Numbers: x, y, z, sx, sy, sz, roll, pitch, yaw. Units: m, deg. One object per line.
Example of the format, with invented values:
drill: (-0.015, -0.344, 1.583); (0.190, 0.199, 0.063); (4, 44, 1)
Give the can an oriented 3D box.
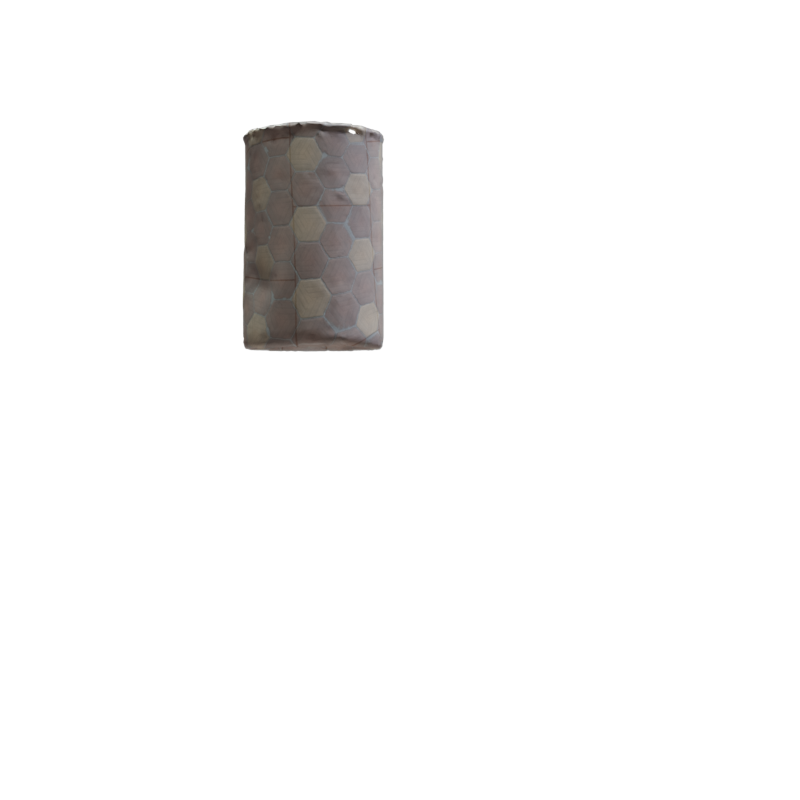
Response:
can: (-0.041, -0.075, 0.528); (0.068, 0.104, 0.068); (0, -5, -2)
